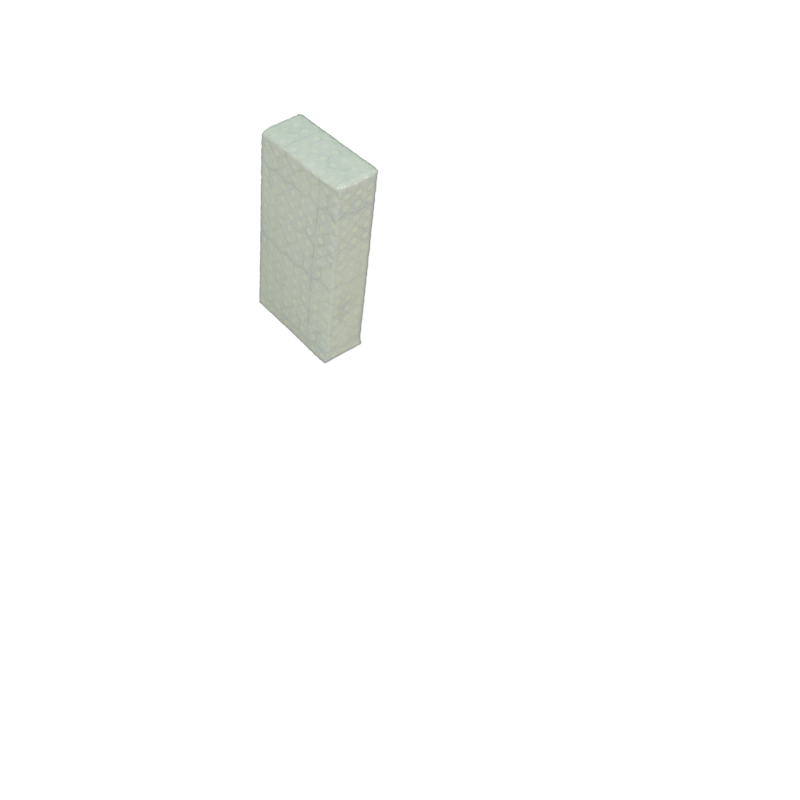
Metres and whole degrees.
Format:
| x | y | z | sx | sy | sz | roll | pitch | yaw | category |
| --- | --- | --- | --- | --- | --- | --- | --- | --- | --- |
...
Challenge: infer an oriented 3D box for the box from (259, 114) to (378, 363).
| x | y | z | sx | sy | sz | roll | pitch | yaw | category |
| --- | --- | --- | --- | --- | --- | --- | --- | --- | --- |
| -0.067 | -0.122 | 0.857 | 0.048 | 0.164 | 0.100 | -29 | 53 | -29 | box |
